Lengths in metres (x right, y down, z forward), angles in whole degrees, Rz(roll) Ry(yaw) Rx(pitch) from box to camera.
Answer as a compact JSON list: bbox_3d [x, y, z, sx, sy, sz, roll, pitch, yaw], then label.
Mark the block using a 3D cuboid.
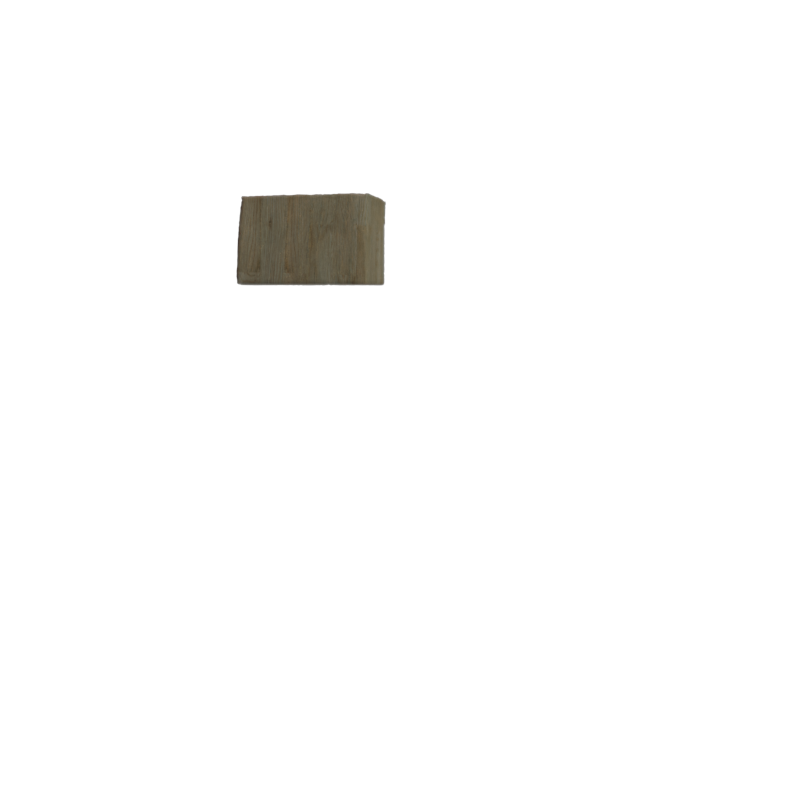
[{"bbox_3d":[-0.051,-0.093,0.649,0.079,0.051,0.052,1,1,13],"label":"block"}]
